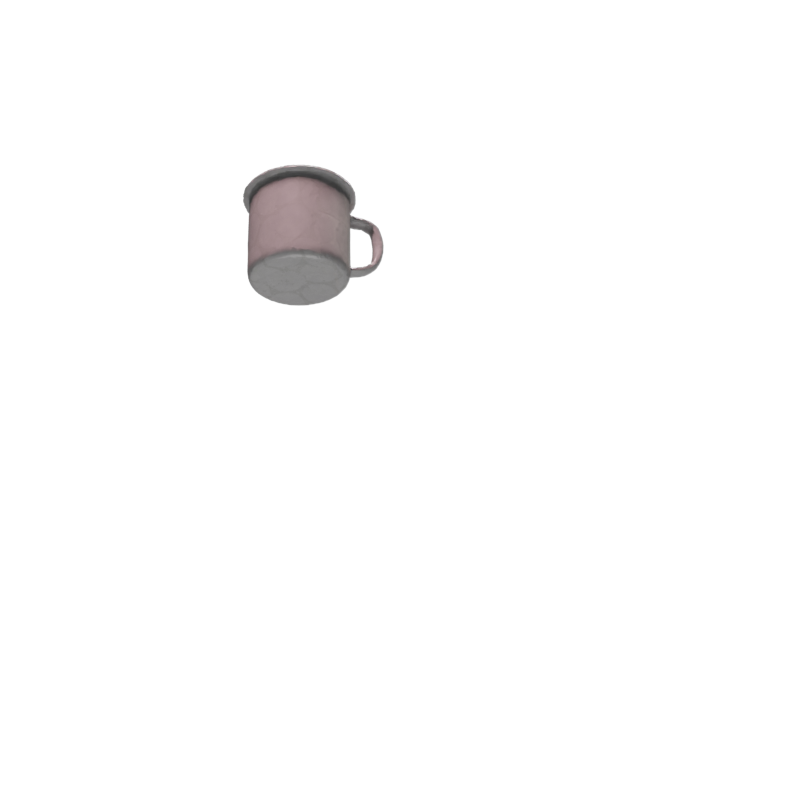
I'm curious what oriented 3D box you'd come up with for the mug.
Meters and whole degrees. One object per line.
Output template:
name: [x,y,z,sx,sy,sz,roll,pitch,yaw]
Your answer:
mug: [-0.070,-0.128,0.894,0.114,0.087,0.090,9,-31,-17]
